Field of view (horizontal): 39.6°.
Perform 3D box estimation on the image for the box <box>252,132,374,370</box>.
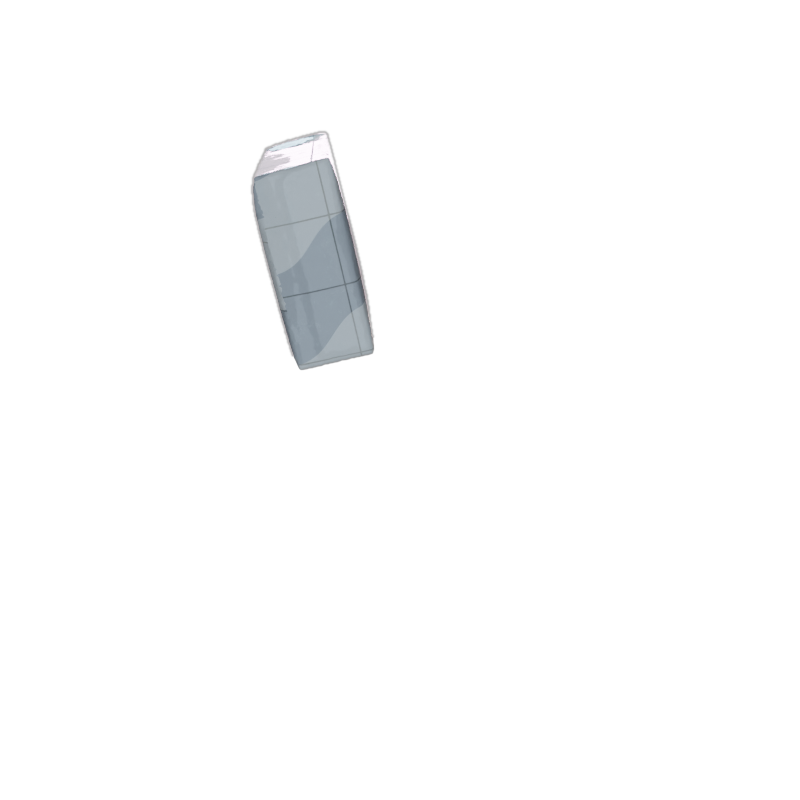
[{"bbox_3d":[-0.076,-0.139,0.972,0.072,0.159,0.222,-13,16,0],"label":"box"}]
